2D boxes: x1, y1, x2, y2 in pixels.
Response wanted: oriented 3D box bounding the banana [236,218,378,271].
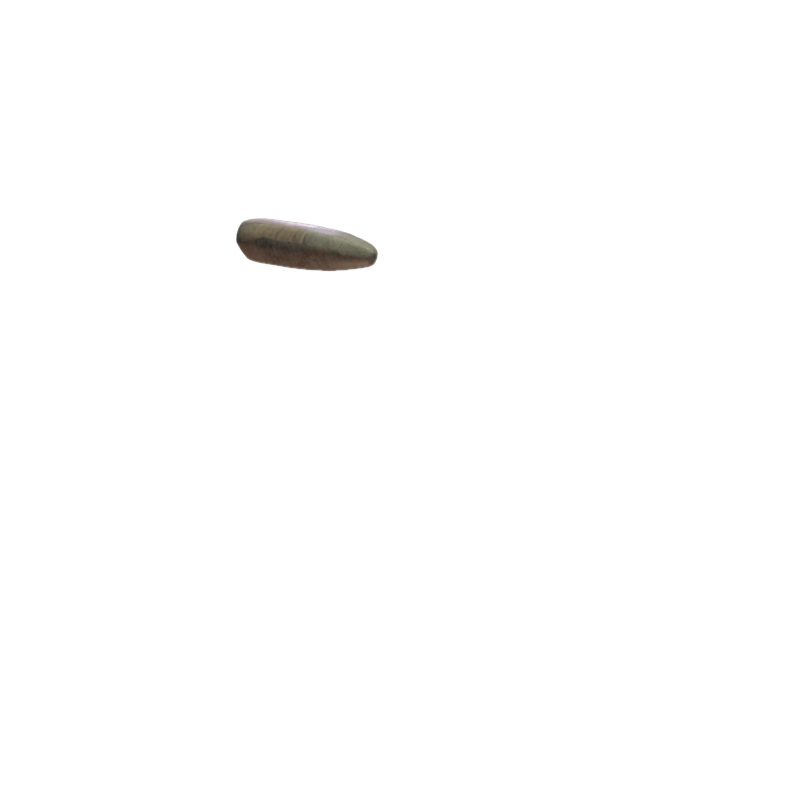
[{"bbox_3d":[-0.089,-0.129,0.904,0.068,0.036,0.207,-5,13,-25],"label":"banana"}]
